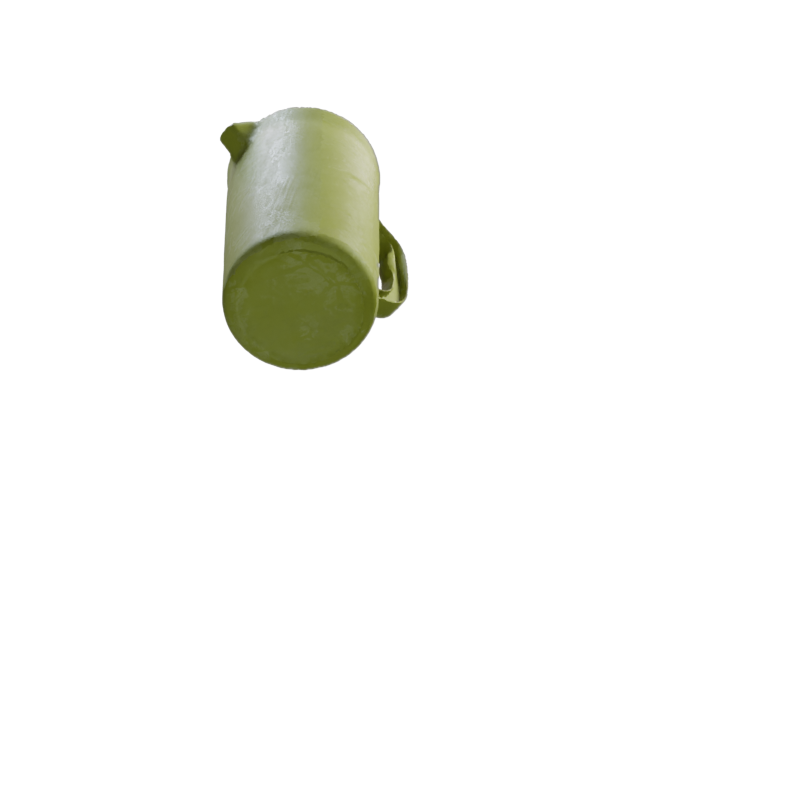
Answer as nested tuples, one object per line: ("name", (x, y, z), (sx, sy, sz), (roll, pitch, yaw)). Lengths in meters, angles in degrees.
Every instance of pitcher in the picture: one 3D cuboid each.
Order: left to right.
("pitcher", (-0.068, -0.123, 0.864), (0.149, 0.136, 0.258), (-5, 31, 0))
